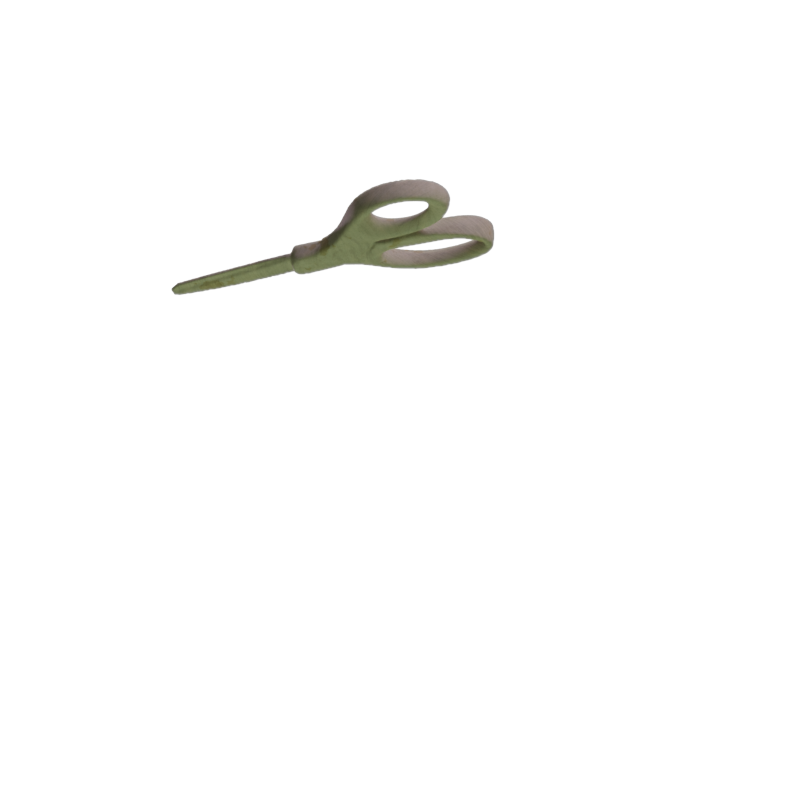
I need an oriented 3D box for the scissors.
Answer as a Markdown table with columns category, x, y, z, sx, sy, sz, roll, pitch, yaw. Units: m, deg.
| category | x | y | z | sx | sy | sz | roll | pitch | yaw |
| --- | --- | --- | --- | --- | --- | --- | --- | --- | --- |
| scissors | -0.049 | -0.090 | 0.631 | 0.204 | 0.017 | 0.090 | -4 | -22 | 11 |
